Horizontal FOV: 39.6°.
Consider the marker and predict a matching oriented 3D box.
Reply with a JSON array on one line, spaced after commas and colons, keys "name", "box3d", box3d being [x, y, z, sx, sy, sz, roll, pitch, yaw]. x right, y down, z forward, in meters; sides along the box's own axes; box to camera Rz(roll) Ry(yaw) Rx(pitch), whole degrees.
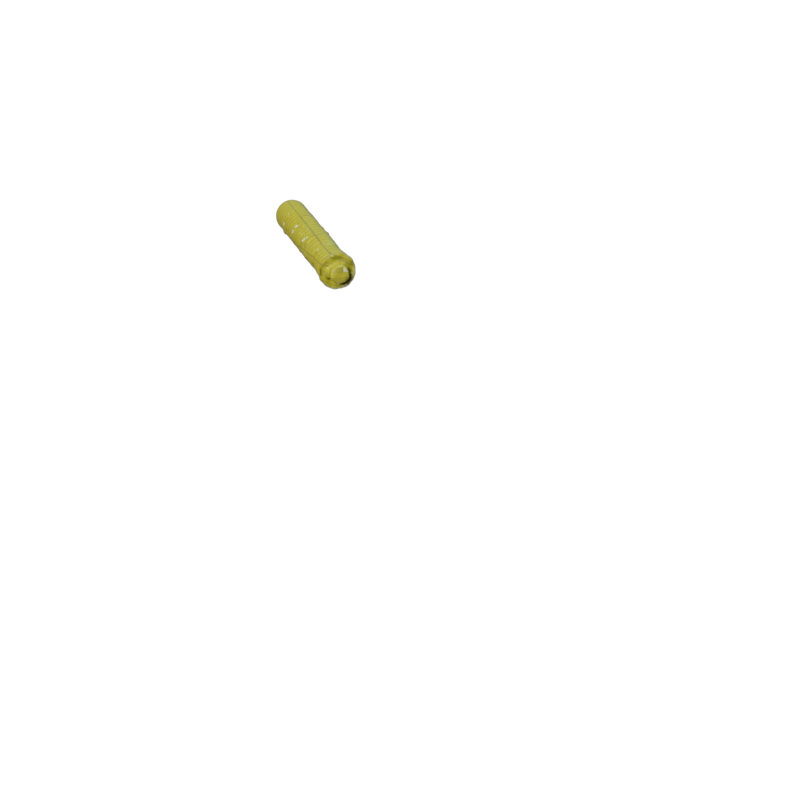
[{"name": "marker", "box3d": [-0.046, -0.085, 0.594, 0.019, 0.019, 0.128, -2, 22, -16]}]
